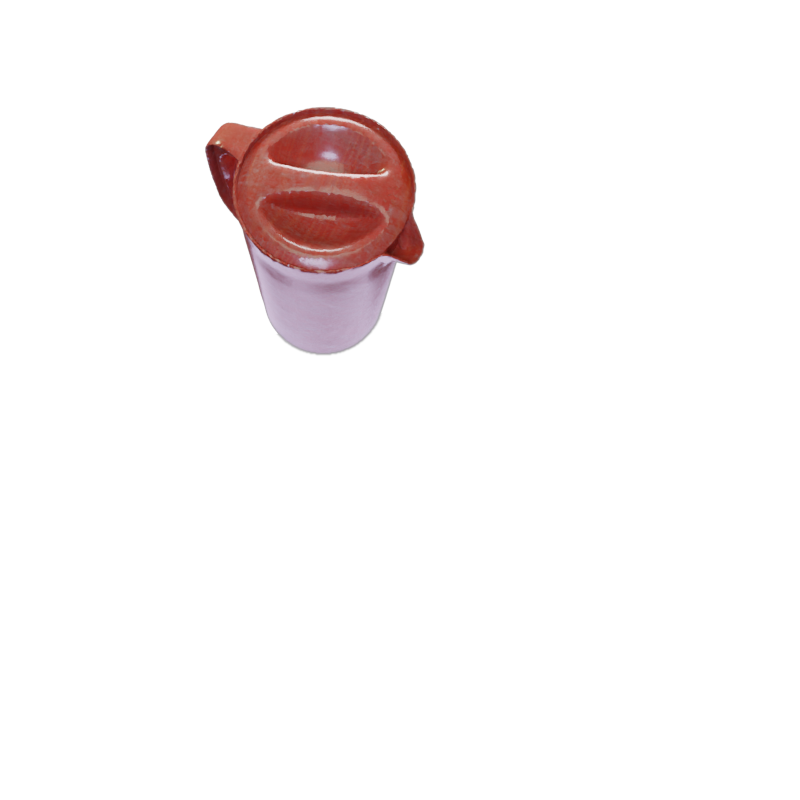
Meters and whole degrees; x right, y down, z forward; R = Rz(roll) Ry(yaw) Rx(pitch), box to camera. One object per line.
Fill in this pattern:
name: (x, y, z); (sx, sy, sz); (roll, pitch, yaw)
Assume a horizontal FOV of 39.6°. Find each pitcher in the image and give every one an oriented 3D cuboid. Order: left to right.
pitcher: (-0.071, -0.129, 0.904); (0.144, 0.157, 0.232); (-11, -17, -7)
